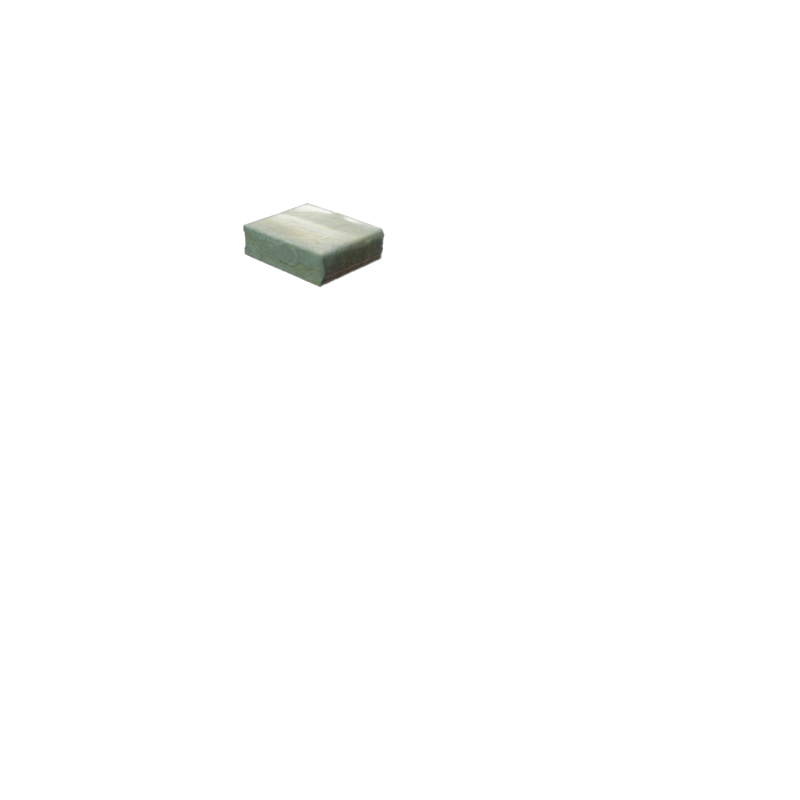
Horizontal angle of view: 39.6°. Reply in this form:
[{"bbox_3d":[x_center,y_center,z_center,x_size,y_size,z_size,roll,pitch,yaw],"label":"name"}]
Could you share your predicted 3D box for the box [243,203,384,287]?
[{"bbox_3d":[-0.069,-0.127,0.887,0.095,0.029,0.073,24,37,37],"label":"box"}]
